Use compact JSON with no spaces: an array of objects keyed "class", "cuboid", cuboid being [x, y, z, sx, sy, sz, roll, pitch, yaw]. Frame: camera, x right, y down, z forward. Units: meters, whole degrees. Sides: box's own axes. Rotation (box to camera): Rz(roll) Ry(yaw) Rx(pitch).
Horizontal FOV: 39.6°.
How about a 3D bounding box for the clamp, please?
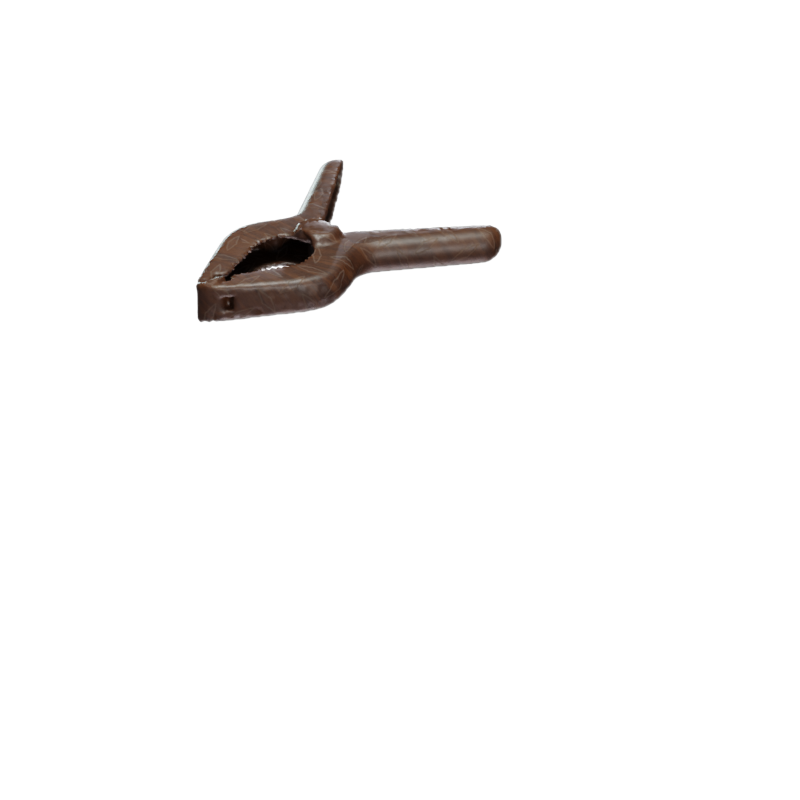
[{"class":"clamp","cuboid":[-0.059,-0.108,0.756,0.208,0.034,0.177,-25,41,-32]}]
